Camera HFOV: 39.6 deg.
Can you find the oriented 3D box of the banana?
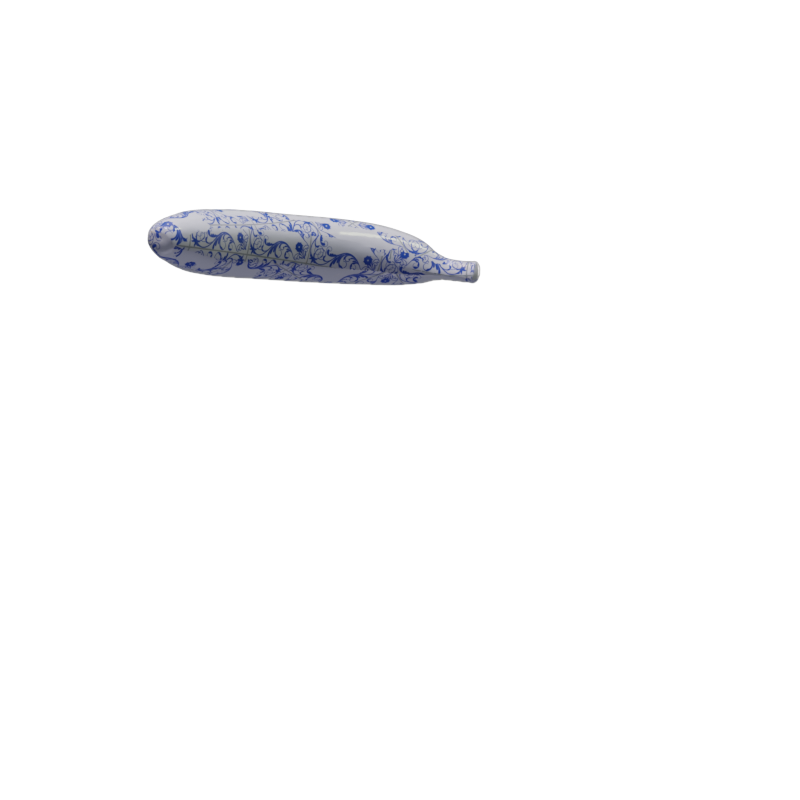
[{"bbox_3d":[-0.053,-0.083,0.596,0.190,0.037,0.072,-1,0,-33],"label":"banana"}]
